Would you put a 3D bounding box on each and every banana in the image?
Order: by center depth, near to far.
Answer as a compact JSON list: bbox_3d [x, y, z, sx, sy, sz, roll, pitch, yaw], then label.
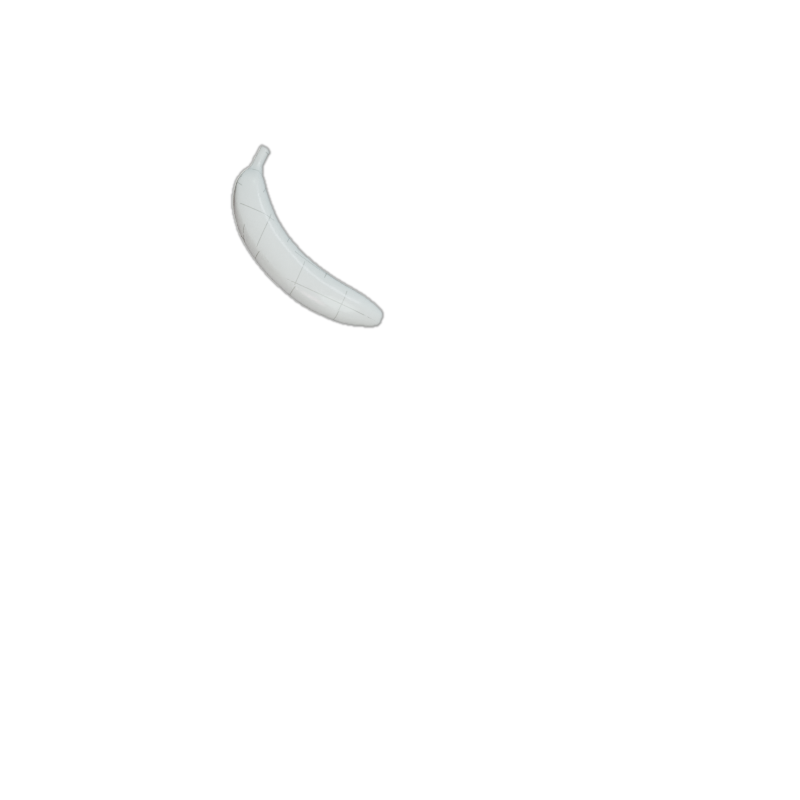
[{"bbox_3d":[-0.096,-0.136,0.999,0.070,0.202,0.036,-34,-7,-5],"label":"banana"}]
